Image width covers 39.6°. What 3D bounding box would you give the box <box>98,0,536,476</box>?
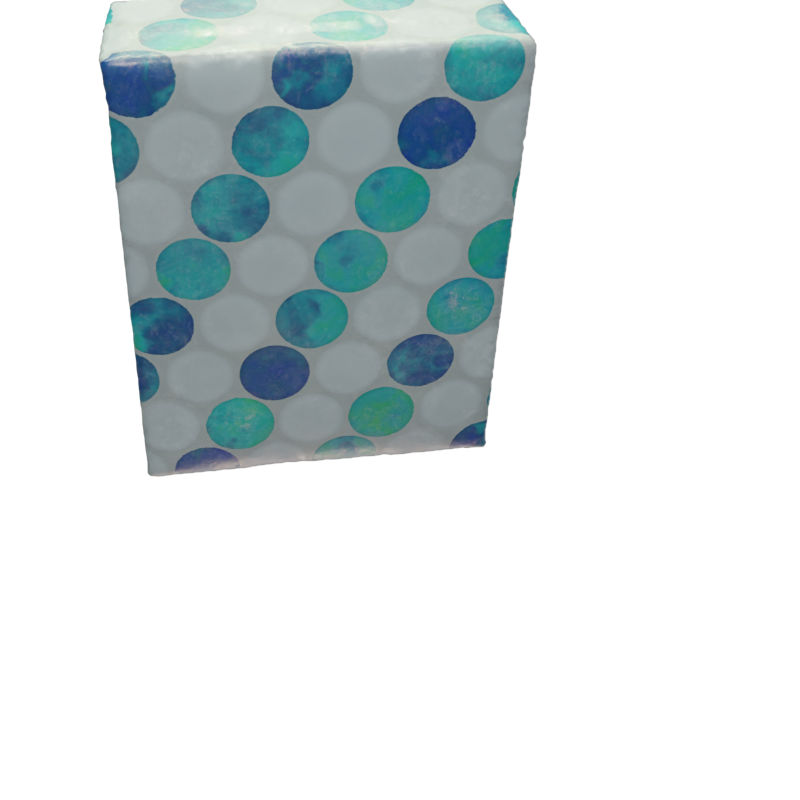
[{"bbox_3d":[-0.038,-0.070,0.491,0.163,0.200,0.077,-4,37,-7],"label":"box"}]
